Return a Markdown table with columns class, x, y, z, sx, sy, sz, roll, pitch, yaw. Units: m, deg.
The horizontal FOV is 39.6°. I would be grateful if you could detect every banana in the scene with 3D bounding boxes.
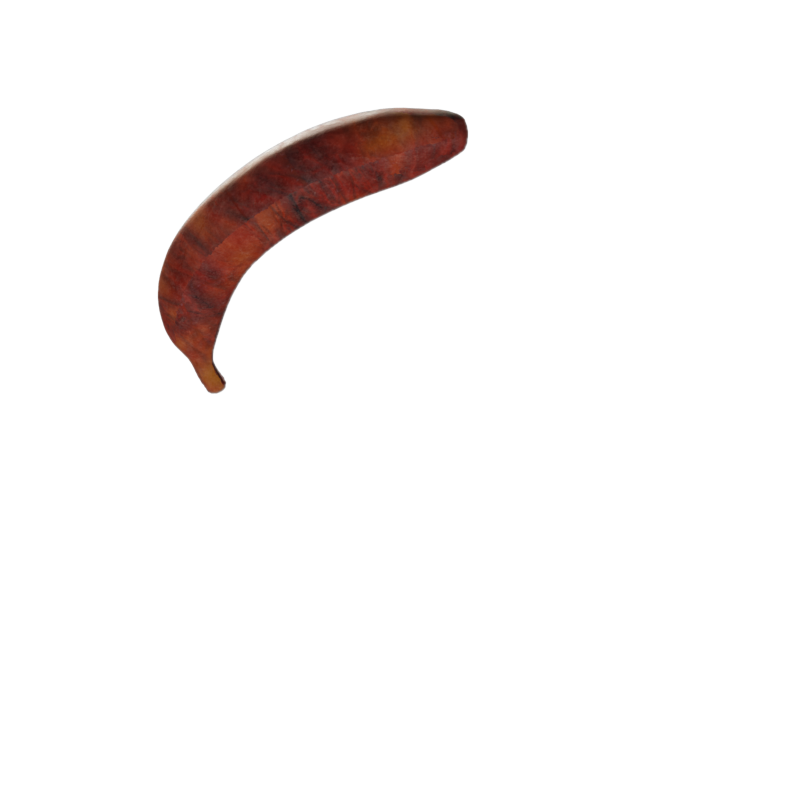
| class | x | y | z | sx | sy | sz | roll | pitch | yaw |
| --- | --- | --- | --- | --- | --- | --- | --- | --- | --- |
| banana | -0.057 | -0.079 | 0.510 | 0.066 | 0.039 | 0.194 | 30 | -53 | -28 |
